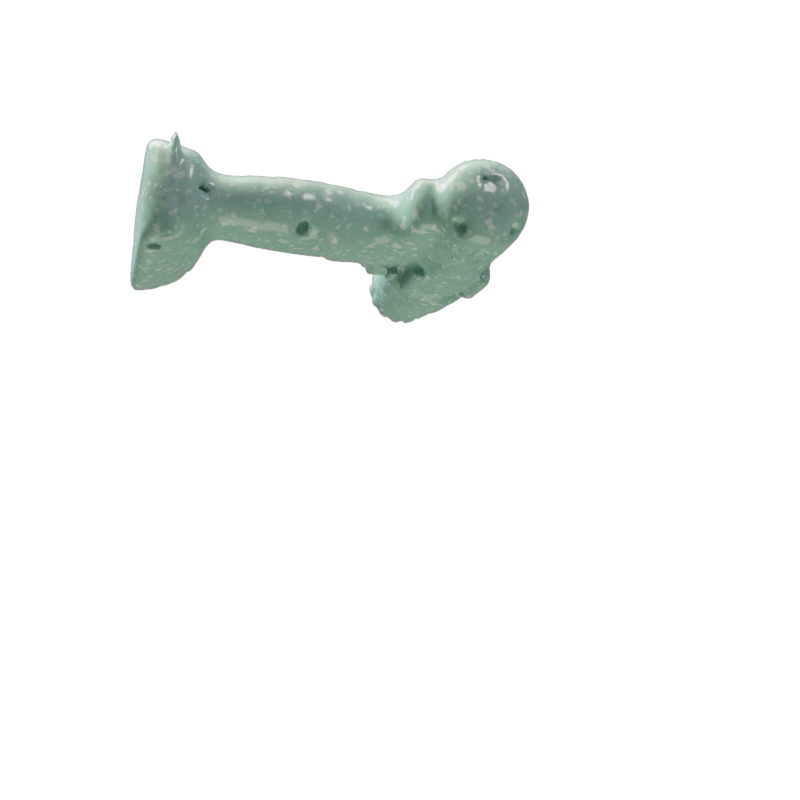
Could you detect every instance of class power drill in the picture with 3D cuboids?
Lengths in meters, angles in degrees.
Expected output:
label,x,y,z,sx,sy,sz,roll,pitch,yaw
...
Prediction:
label,x,y,z,sx,sy,sz,roll,pitch,yaw
power drill,-0.046,-0.084,0.585,0.185,0.060,0.180,3,-13,-12
